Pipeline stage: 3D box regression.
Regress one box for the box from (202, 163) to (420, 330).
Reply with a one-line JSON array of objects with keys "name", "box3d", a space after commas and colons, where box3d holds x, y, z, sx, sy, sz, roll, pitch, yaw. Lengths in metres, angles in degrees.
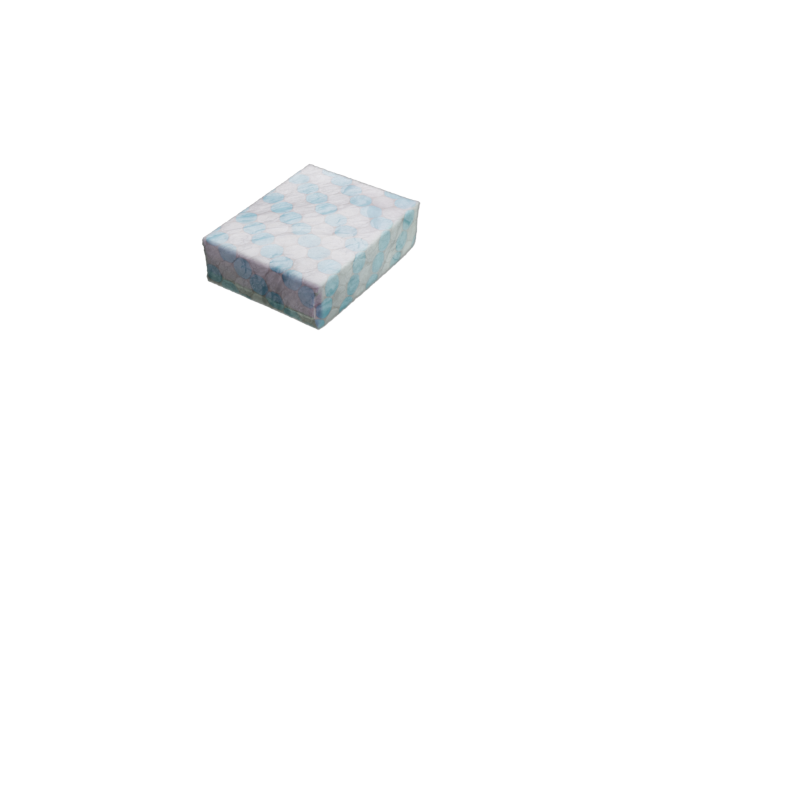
[{"name": "box", "box3d": [-0.054, -0.100, 0.698, 0.095, 0.036, 0.115, 23, 43, 26]}]
